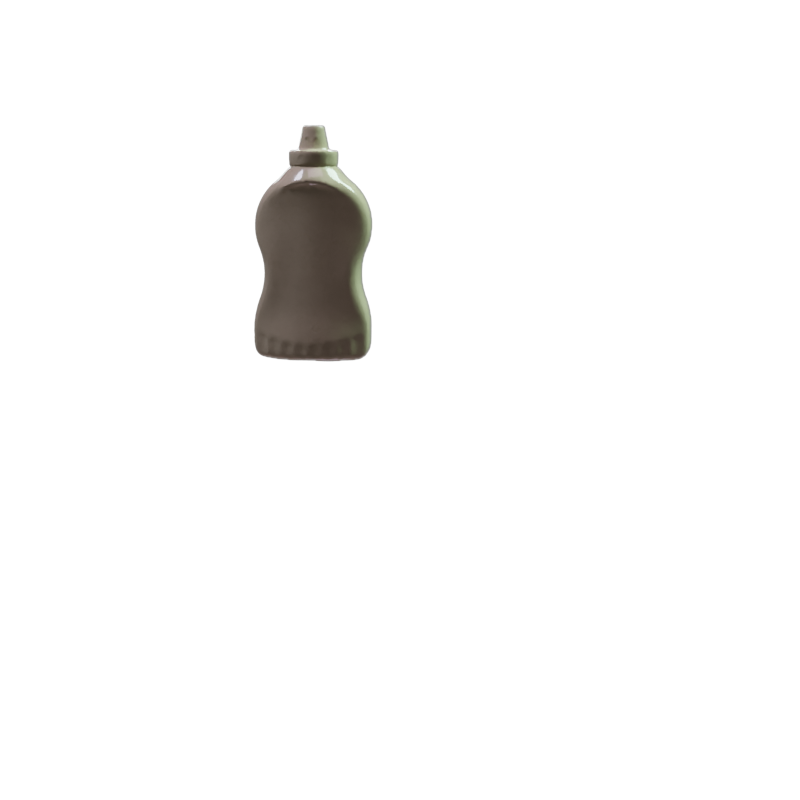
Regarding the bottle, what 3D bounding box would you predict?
[{"bbox_3d":[-0.072,-0.131,0.918,0.097,0.189,0.058,2,6,10],"label":"bottle"}]
